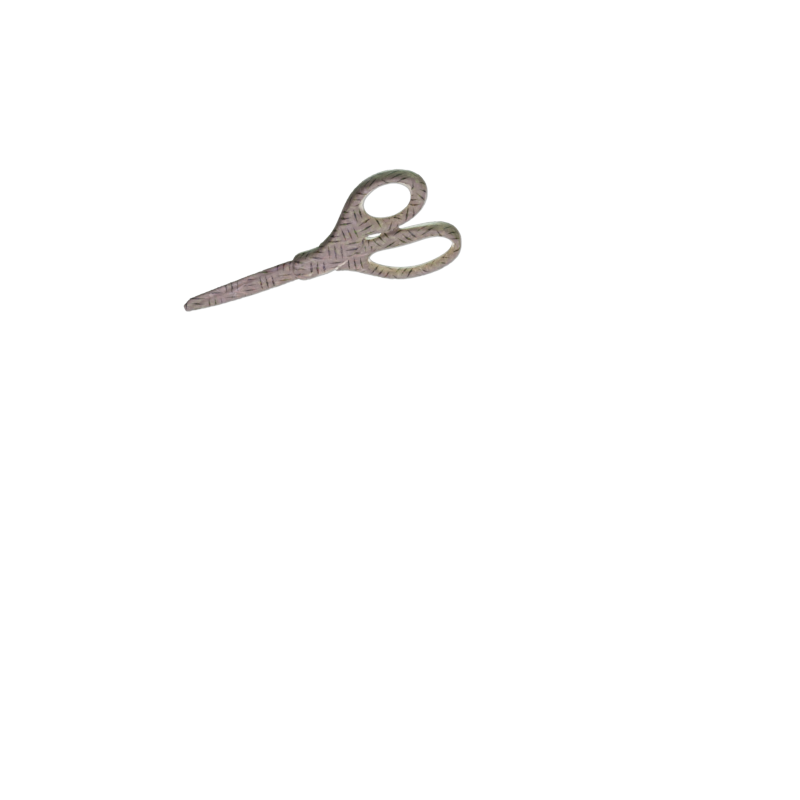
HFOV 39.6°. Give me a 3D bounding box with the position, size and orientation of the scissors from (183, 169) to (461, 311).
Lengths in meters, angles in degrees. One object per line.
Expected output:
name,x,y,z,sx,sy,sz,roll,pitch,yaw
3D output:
scissors,-0.060,-0.109,0.762,0.203,0.089,0.017,-6,39,5
